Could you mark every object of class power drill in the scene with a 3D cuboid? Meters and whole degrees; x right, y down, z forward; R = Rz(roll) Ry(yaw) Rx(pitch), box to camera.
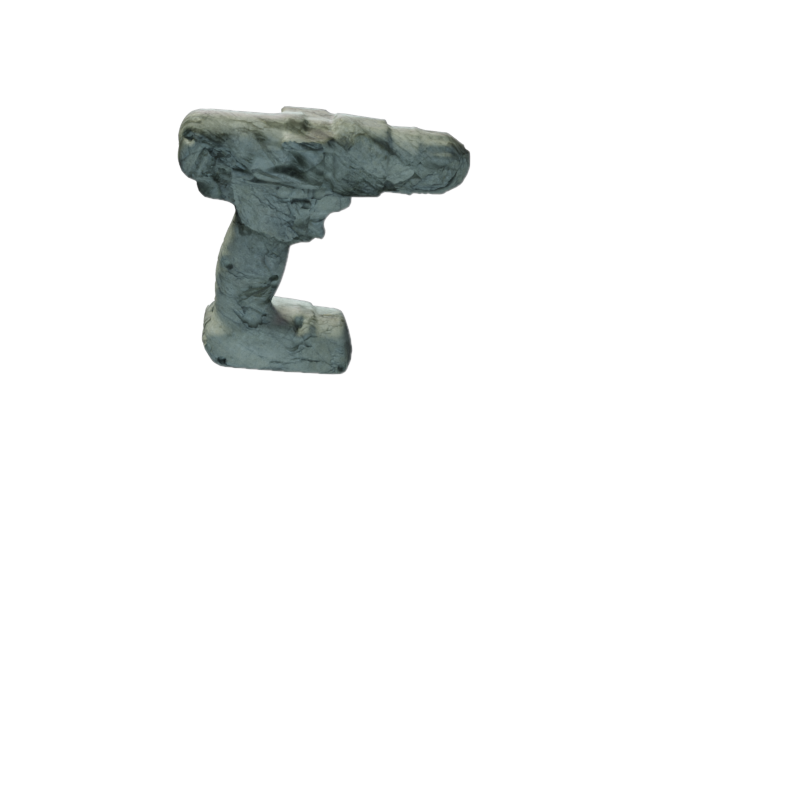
[{"bbox_3d":[-0.058,-0.105,0.736,0.183,0.177,0.061,6,35,-5],"label":"power drill"}]
